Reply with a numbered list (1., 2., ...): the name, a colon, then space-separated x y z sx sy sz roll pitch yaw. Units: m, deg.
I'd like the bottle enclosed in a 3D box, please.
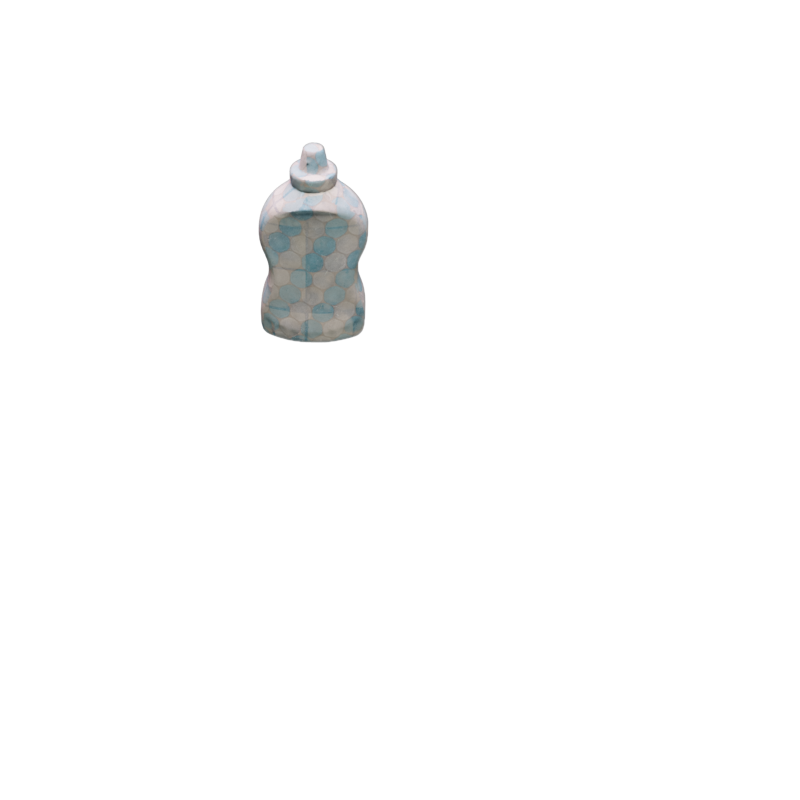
1. bottle: -0.077 -0.140 0.982 0.096 0.179 0.062 3 38 1
